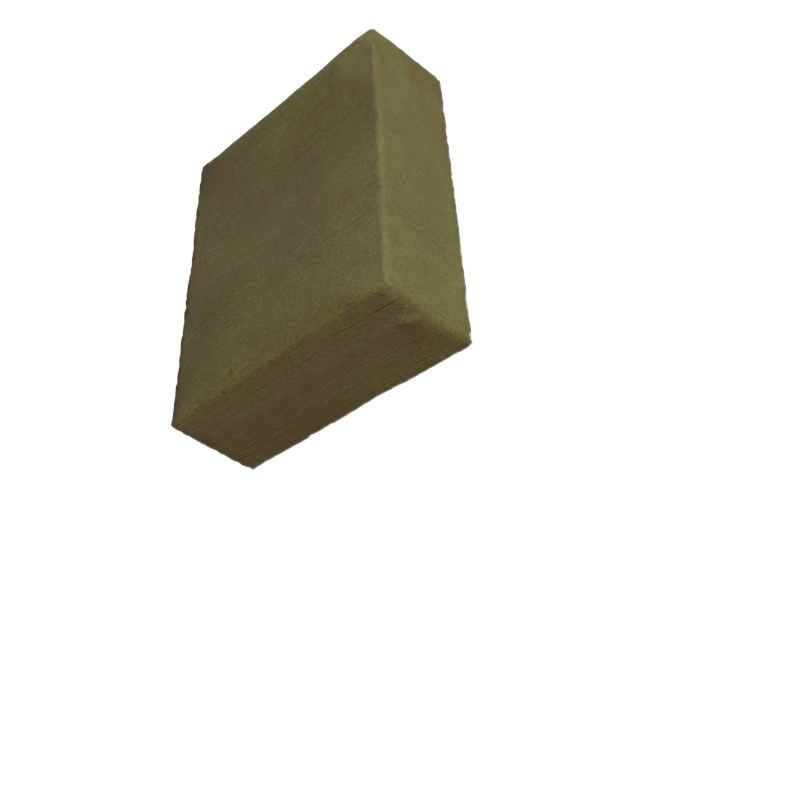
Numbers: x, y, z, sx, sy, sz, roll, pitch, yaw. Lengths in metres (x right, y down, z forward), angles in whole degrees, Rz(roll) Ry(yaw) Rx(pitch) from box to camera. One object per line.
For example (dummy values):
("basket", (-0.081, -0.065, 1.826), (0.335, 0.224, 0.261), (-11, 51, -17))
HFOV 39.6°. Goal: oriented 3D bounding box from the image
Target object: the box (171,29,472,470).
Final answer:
("box", (-0.051, -0.092, 0.646), (0.163, 0.229, 0.067), (-31, -47, 30))
